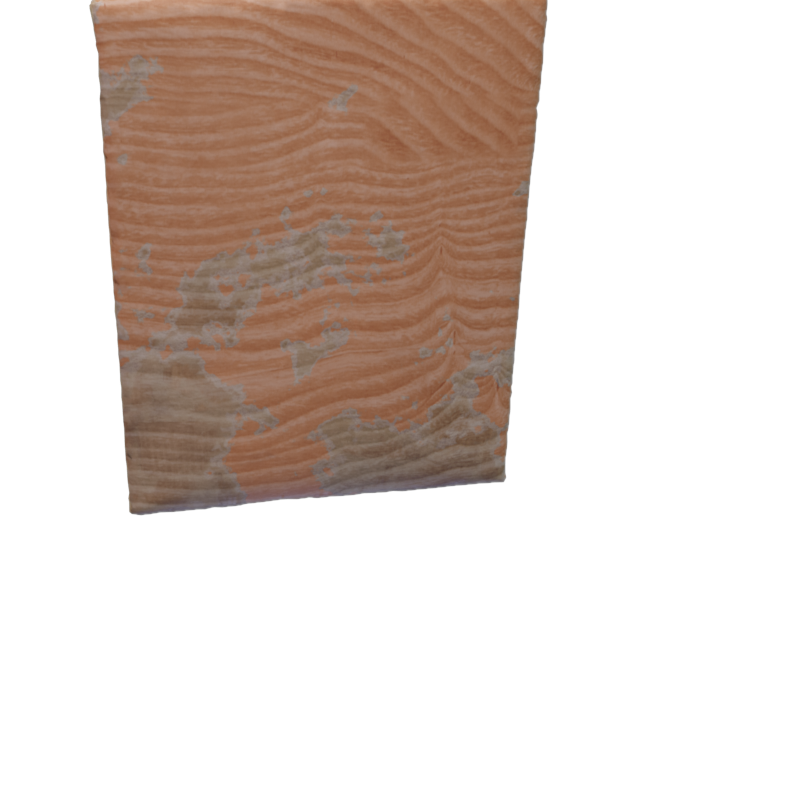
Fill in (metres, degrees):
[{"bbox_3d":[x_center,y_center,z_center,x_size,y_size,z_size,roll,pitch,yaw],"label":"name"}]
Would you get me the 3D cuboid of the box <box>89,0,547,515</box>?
[{"bbox_3d":[-0.036,-0.065,0.456,0.162,0.203,0.076,-3,25,-9],"label":"box"}]
